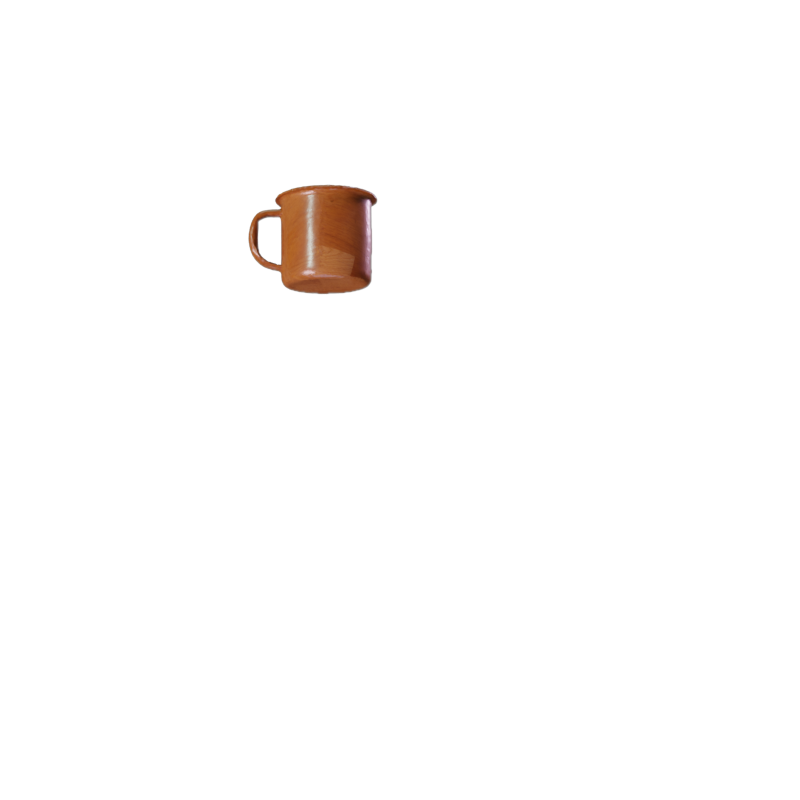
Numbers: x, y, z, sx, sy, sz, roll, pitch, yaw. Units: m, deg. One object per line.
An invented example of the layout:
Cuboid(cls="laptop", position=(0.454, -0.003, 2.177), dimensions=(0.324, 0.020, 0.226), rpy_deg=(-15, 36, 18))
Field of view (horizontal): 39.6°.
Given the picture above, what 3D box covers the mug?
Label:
Cuboid(cls="mug", position=(-0.078, -0.142, 0.998), dimensions=(0.115, 0.084, 0.092), rpy_deg=(2, -10, -13))
